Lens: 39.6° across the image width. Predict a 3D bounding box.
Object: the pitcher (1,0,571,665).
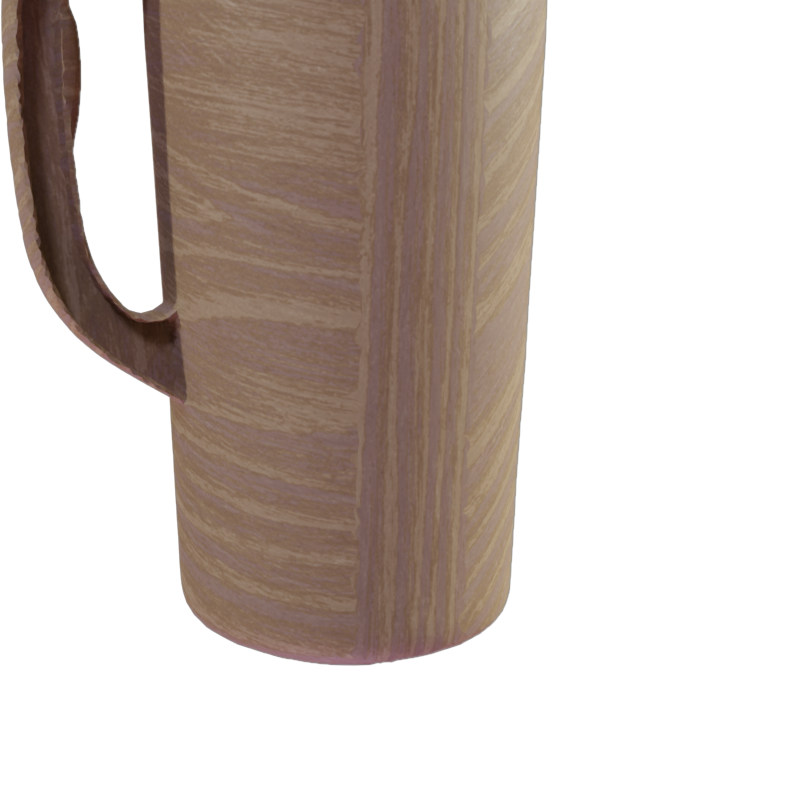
[{"bbox_3d":[-0.028,-0.051,0.354,0.153,0.240,0.143,2,6,17],"label":"pitcher"}]
